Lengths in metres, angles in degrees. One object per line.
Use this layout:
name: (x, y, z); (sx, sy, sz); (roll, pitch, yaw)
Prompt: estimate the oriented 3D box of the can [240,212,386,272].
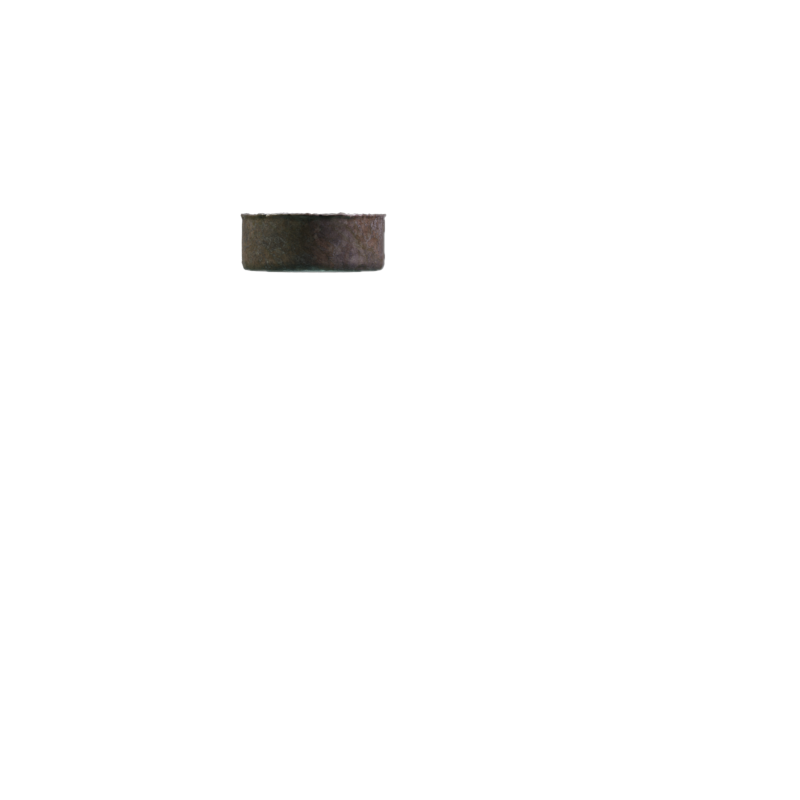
can: (-0.051, -0.093, 0.653); (0.086, 0.033, 0.087); (0, 8, -2)
